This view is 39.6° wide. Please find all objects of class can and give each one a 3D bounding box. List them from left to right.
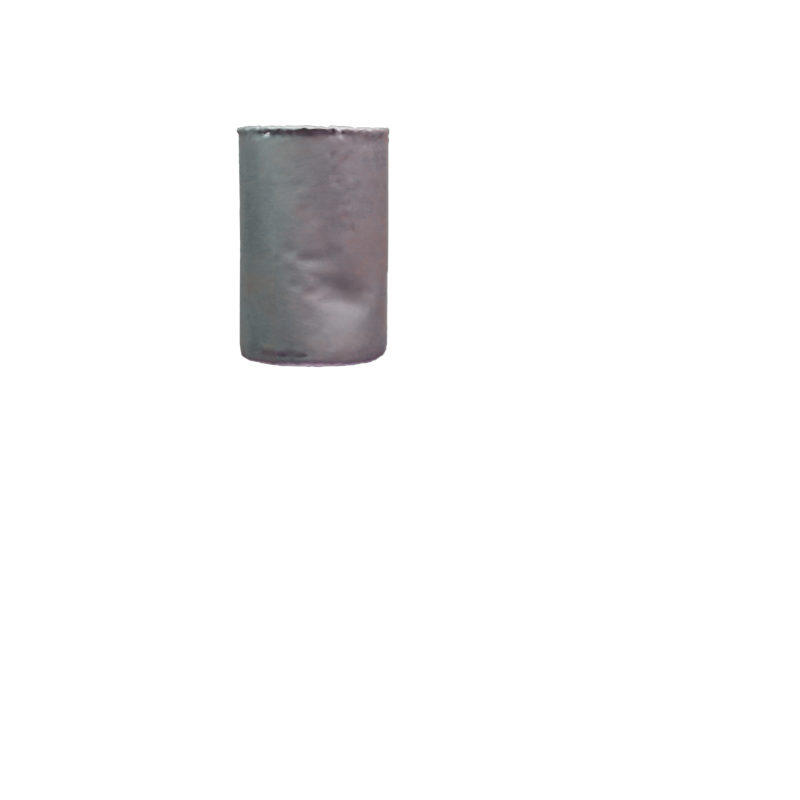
[{"bbox_3d":[-0.039,-0.071,0.496,0.068,0.101,0.070,0,7,-2],"label":"can"}]
